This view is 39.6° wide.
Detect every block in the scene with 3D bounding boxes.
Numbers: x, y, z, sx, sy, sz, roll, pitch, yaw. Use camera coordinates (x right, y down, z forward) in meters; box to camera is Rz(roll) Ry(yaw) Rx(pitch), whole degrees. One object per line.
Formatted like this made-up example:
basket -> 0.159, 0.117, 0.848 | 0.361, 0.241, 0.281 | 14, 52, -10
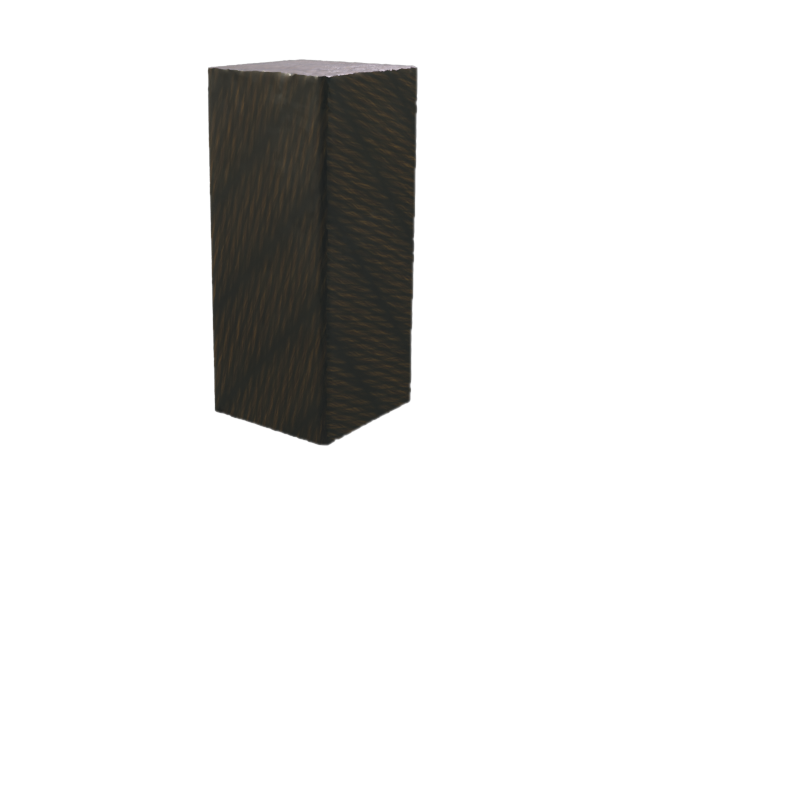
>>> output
block -> -0.052, -0.094, 0.655 | 0.095, 0.199, 0.089 | 12, 19, 34
